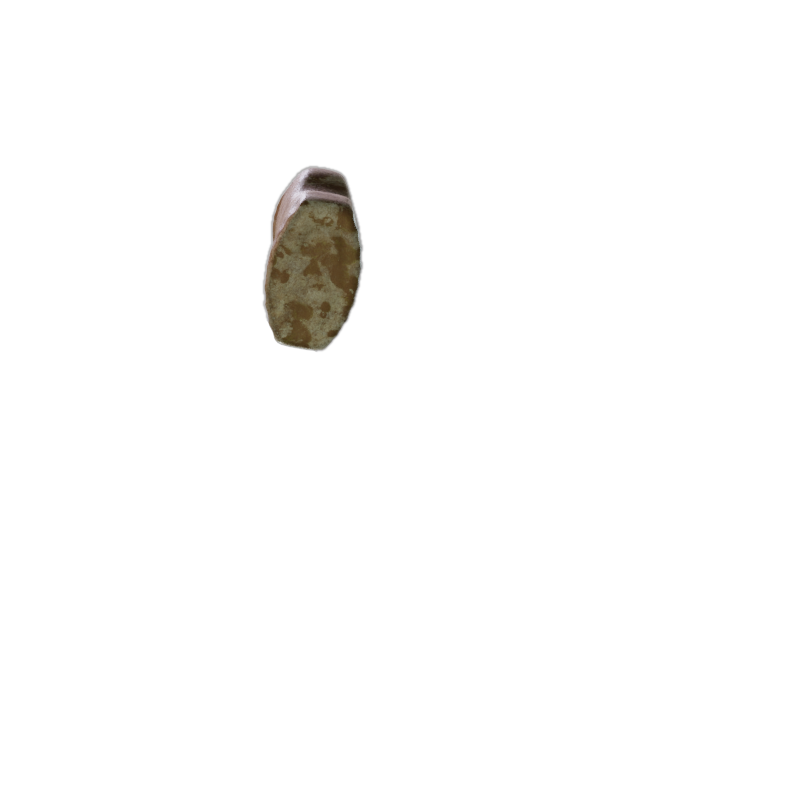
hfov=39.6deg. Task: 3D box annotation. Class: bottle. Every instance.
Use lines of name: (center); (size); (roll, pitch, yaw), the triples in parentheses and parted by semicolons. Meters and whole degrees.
bottle: (-0.060, -0.109, 0.760); (0.058, 0.093, 0.200); (8, 19, -7)
